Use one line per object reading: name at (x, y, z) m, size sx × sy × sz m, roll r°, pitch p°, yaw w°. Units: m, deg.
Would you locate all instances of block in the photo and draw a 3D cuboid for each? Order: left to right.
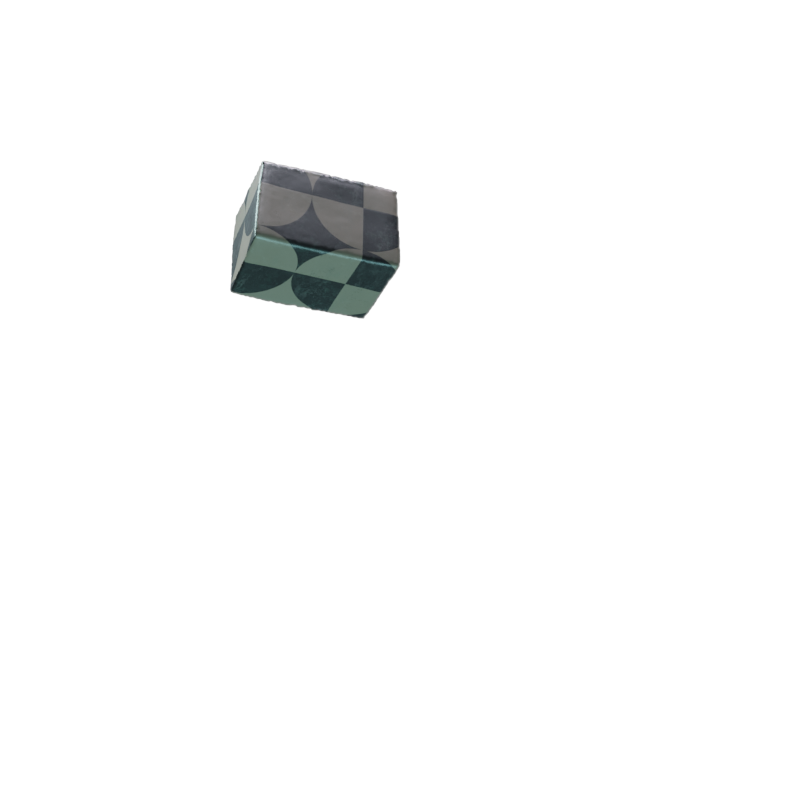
block at (-0.046, -0.083, 0.582) m, size 0.076 × 0.055 × 0.051 m, roll 11°, pitch -36°, yaw -17°
